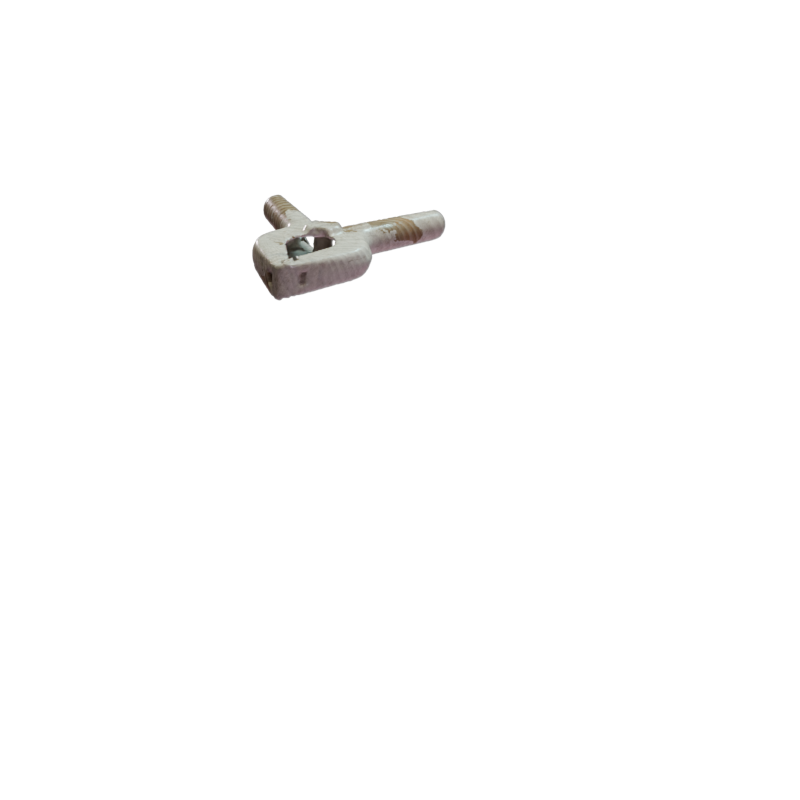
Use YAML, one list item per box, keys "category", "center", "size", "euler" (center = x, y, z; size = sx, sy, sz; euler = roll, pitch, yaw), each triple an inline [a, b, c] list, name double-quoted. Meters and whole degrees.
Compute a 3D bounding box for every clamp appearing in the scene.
- category: "clamp"
  center: [-0.071, -0.130, 0.909]
  size: [0.170, 0.035, 0.213]
  euler: [9, 25, 20]
